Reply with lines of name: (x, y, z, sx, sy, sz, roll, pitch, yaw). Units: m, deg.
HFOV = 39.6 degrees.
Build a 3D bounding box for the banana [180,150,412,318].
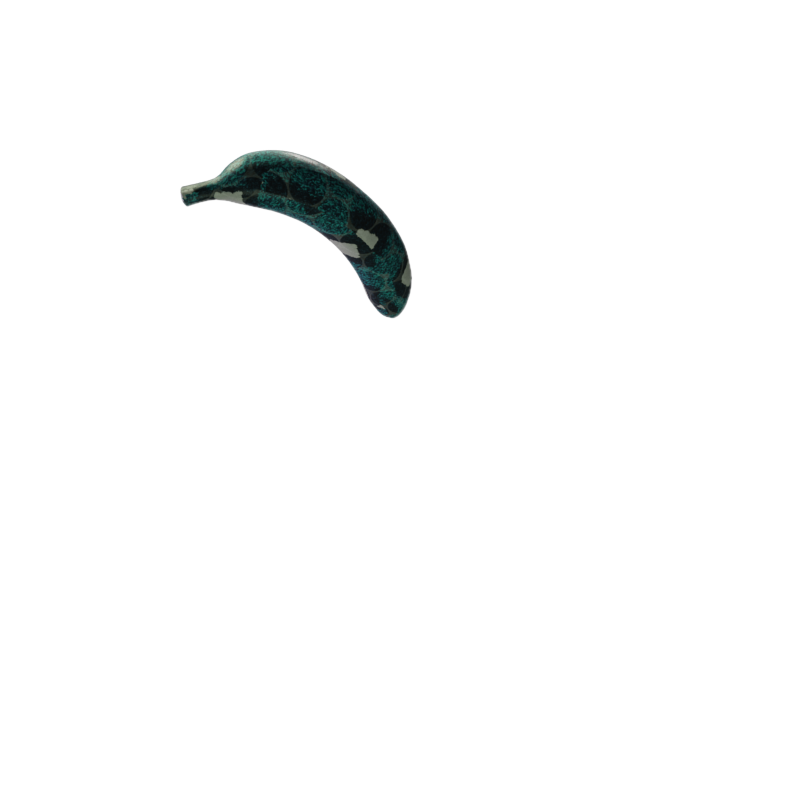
banana: (-0.044, -0.109, 0.703, 0.070, 0.039, 0.185, -26, -39, 35)
